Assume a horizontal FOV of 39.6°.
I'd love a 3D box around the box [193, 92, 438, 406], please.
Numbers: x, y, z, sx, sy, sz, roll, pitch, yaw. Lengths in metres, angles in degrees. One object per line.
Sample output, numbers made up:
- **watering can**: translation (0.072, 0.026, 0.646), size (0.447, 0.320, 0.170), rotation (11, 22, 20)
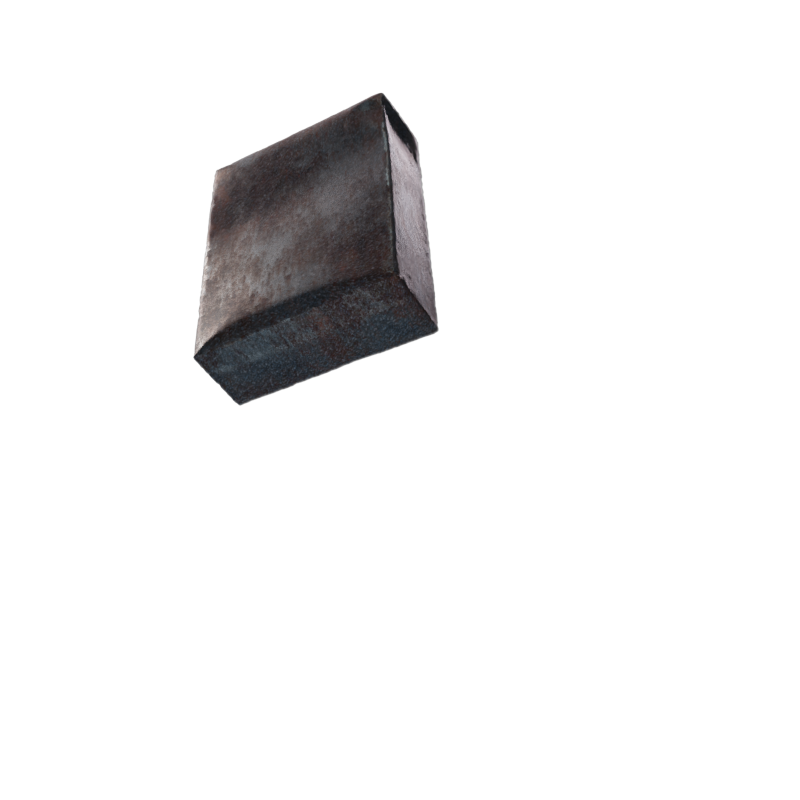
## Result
- **box**: translation (-0.066, -0.120, 0.839), size (0.165, 0.230, 0.066), rotation (-21, -46, 19)
